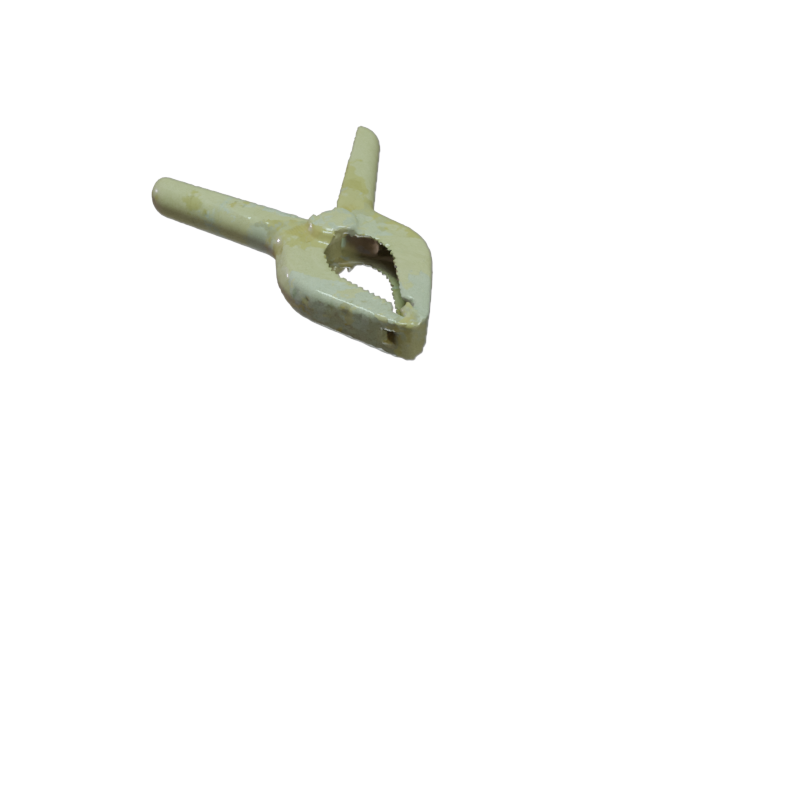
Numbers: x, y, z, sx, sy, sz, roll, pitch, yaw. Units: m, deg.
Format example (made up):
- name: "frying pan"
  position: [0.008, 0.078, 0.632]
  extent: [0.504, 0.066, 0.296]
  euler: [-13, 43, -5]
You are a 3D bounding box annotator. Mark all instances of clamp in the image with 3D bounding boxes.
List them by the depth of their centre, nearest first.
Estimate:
- name: "clamp"
  position: [-0.053, -0.097, 0.682]
  extent: [0.163, 0.034, 0.228]
  euler: [-15, 45, -16]
